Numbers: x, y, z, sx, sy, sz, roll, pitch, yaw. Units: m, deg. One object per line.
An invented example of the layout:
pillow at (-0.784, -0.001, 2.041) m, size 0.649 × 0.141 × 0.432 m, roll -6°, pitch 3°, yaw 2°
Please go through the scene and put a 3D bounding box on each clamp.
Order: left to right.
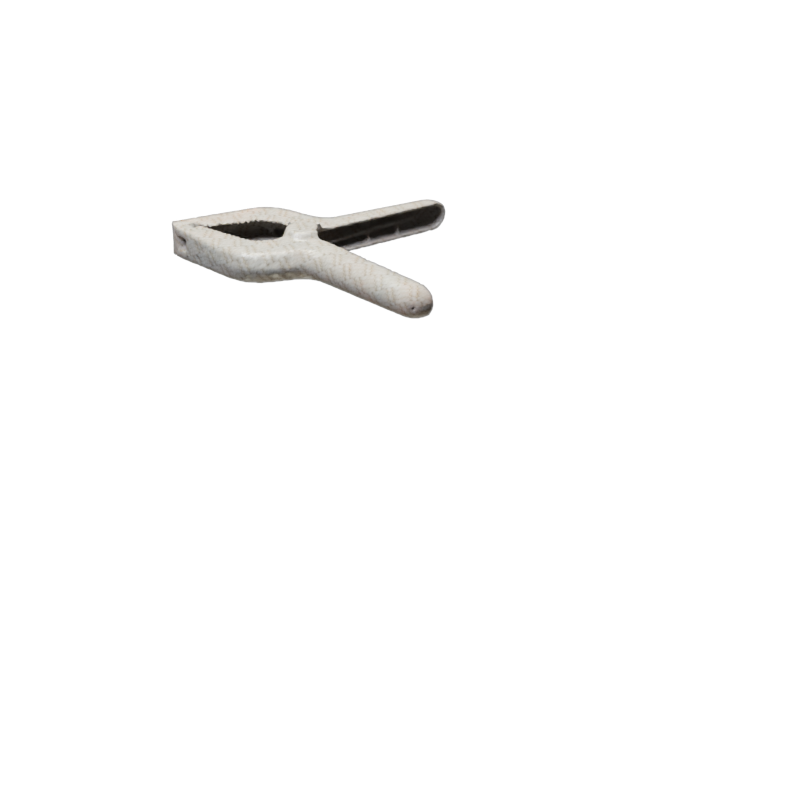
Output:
clamp at (-0.065, -0.119, 0.837) m, size 0.215 × 0.034 × 0.171 m, roll 8°, pitch 32°, yaw 12°
